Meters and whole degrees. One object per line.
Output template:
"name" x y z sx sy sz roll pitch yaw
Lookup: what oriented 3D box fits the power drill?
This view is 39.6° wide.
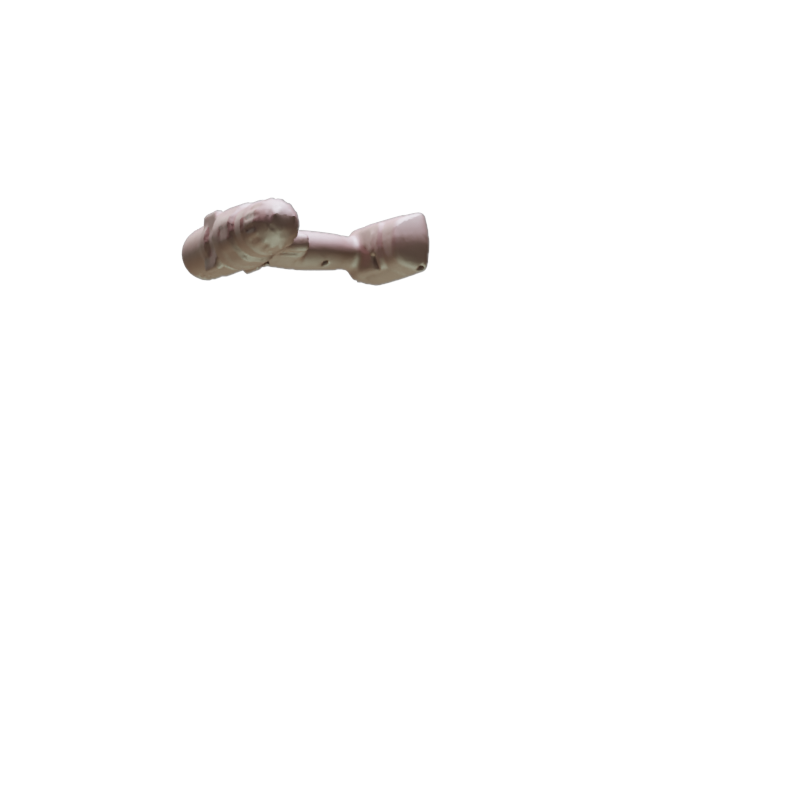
"power drill" -0.073 -0.133 0.934 0.181 0.058 0.188 1 -1 -28
